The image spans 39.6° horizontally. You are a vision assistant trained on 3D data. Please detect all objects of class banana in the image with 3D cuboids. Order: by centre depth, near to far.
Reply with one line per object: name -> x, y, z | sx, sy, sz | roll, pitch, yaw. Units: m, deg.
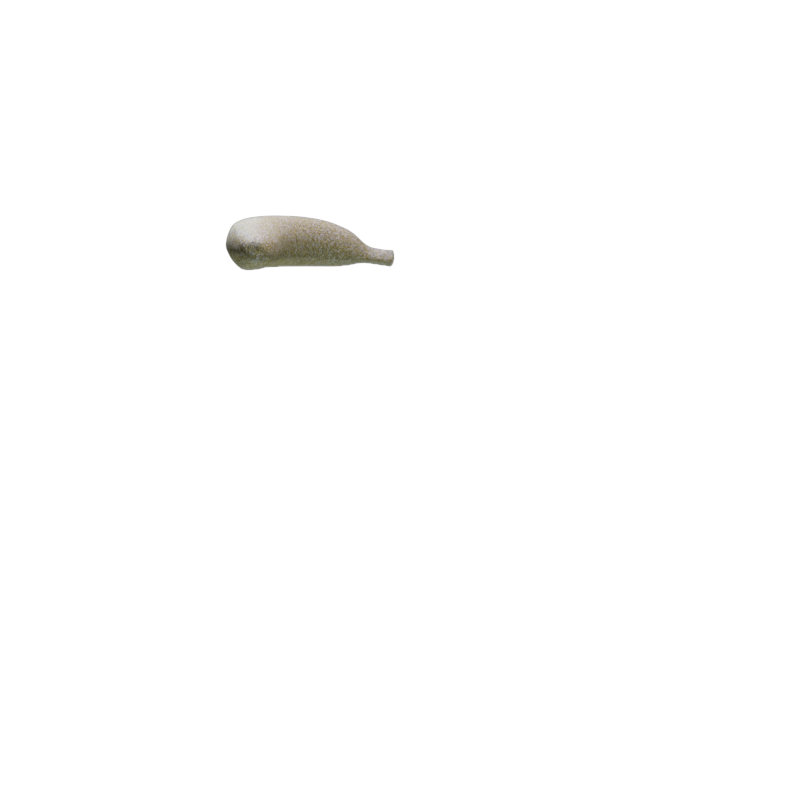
banana -> -0.074, -0.109, 0.762 | 0.072, 0.036, 0.193 | 3, 8, 26
